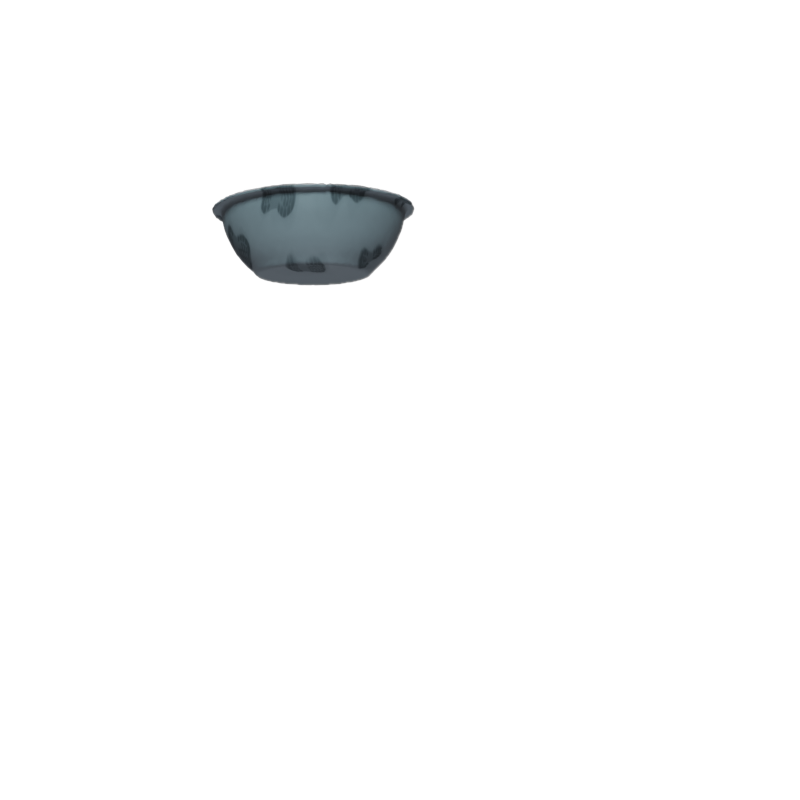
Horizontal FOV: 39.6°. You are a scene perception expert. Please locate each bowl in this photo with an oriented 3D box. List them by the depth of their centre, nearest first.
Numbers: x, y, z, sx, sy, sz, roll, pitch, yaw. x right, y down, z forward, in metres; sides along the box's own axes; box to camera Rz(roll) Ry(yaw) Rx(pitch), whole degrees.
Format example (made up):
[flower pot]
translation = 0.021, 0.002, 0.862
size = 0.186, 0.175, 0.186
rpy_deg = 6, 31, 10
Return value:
[bowl]
translation = -0.069, -0.126, 0.885
size = 0.162, 0.056, 0.159
rpy_deg = 0, -6, -2
